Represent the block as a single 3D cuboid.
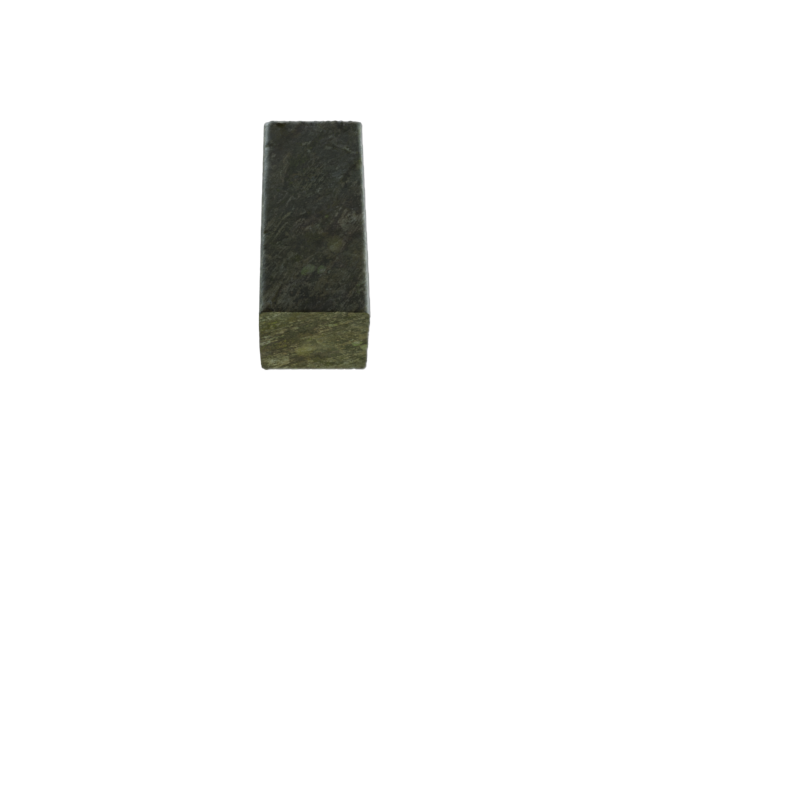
[{"bbox_3d":[-0.076,-0.138,0.965,0.090,0.221,0.084,-1,-34,-3],"label":"block"}]
